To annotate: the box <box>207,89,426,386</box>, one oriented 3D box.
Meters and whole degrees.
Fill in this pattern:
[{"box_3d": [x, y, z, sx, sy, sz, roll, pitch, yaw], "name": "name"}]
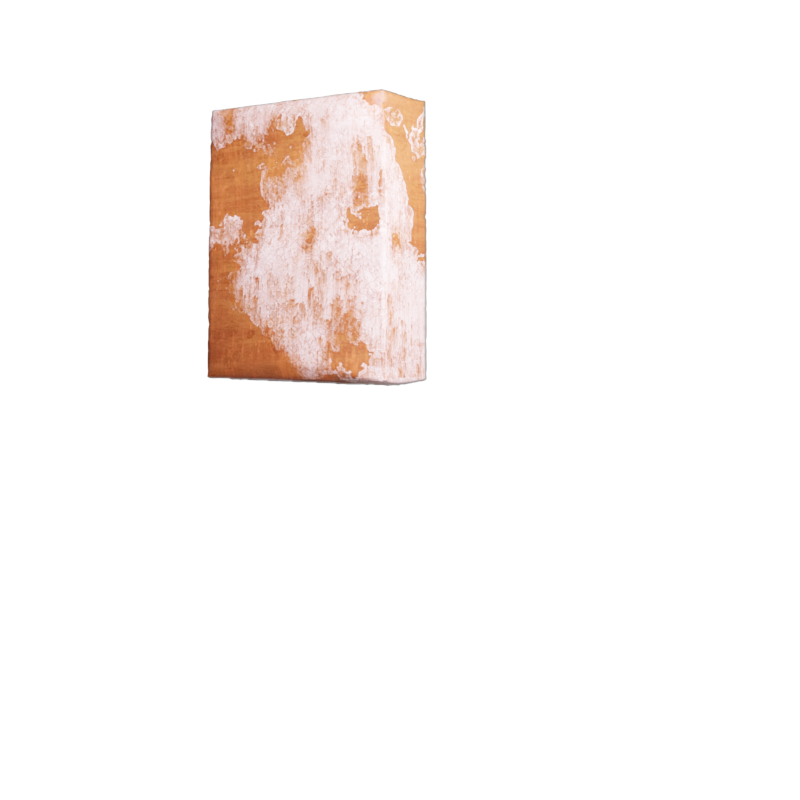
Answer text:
[{"box_3d": [-0.066, -0.121, 0.849, 0.170, 0.215, 0.069, 0, -2, 32], "name": "box"}]
